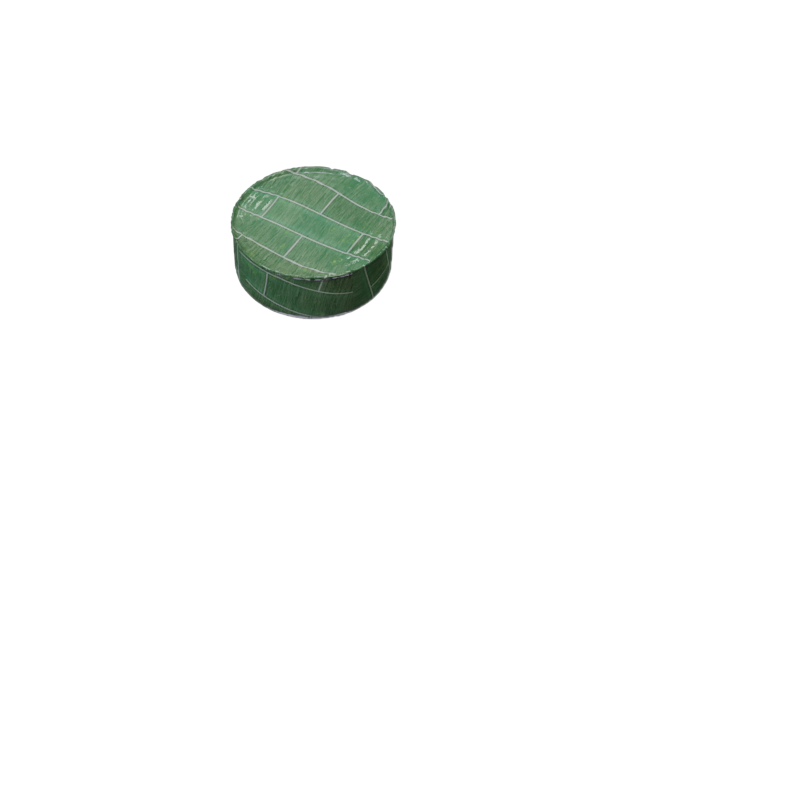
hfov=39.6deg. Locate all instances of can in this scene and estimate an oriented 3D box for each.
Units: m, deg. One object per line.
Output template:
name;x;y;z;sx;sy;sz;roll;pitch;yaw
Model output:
can;-0.046;-0.084;0.585;0.086;0.092;0.031;-1;-43;-1
